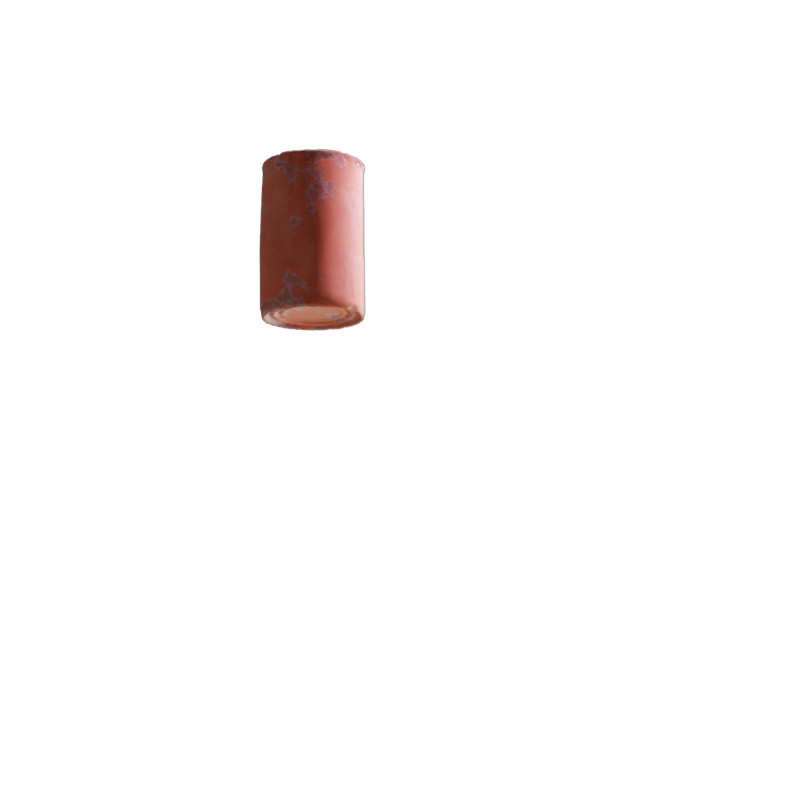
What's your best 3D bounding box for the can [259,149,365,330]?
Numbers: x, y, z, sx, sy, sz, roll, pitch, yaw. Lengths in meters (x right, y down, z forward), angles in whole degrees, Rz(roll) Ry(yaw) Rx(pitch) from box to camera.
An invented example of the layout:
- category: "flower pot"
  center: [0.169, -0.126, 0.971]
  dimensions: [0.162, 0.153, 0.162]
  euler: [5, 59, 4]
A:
- category: "can"
  center: [-0.056, -0.101, 0.710]
  dimensions: [0.068, 0.106, 0.066]
  euler: [0, -15, -2]
